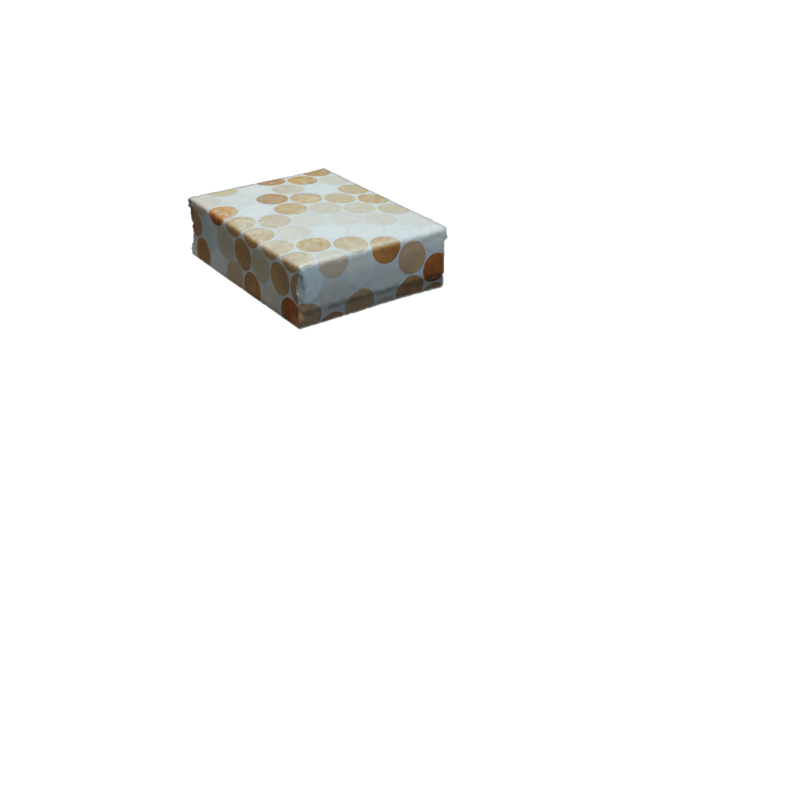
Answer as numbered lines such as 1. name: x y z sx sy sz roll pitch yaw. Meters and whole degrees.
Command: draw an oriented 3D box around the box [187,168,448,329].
1. box: -0.045 -0.083 0.578 0.088 0.037 0.121 -18 32 -32
